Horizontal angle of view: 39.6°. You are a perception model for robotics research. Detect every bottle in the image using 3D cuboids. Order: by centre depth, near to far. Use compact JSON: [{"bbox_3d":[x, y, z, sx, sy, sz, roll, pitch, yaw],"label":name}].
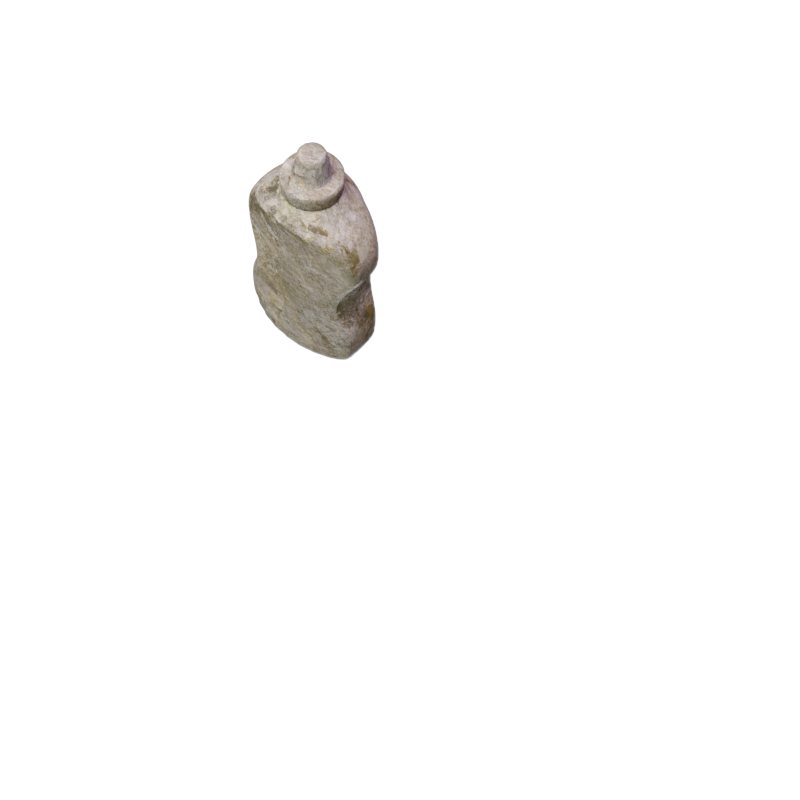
[{"bbox_3d":[-0.059,-0.106,0.744,0.059,0.101,0.180,-42,-19,-23],"label":"bottle"}]
